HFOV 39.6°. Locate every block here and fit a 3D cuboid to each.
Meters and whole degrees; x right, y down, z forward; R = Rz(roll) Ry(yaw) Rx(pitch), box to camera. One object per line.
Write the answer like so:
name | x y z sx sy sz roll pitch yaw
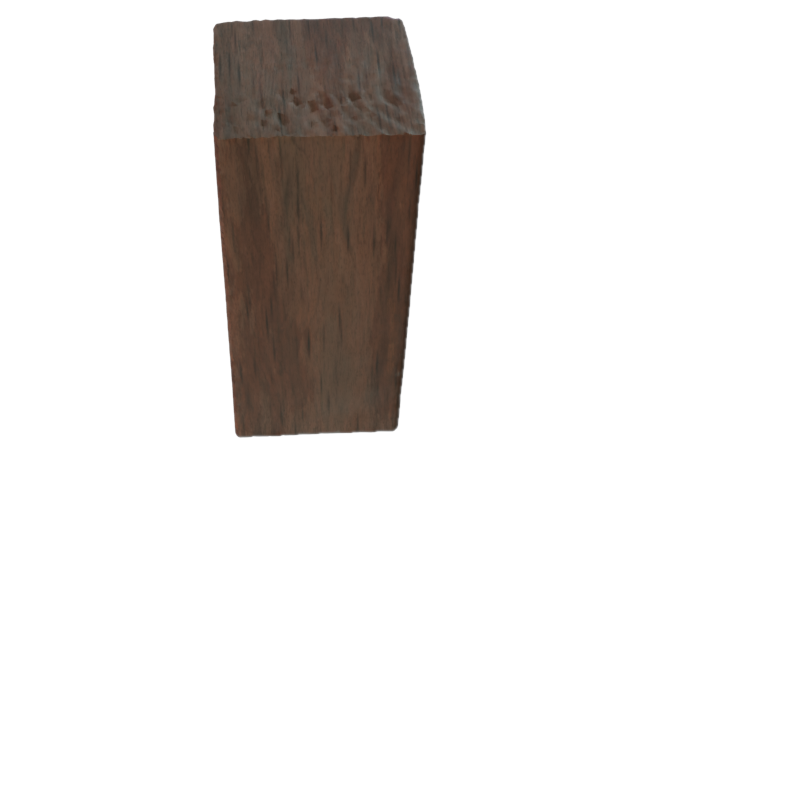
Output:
block | -0.043 -0.080 0.558 0.090 0.097 0.192 -2 -41 -6
